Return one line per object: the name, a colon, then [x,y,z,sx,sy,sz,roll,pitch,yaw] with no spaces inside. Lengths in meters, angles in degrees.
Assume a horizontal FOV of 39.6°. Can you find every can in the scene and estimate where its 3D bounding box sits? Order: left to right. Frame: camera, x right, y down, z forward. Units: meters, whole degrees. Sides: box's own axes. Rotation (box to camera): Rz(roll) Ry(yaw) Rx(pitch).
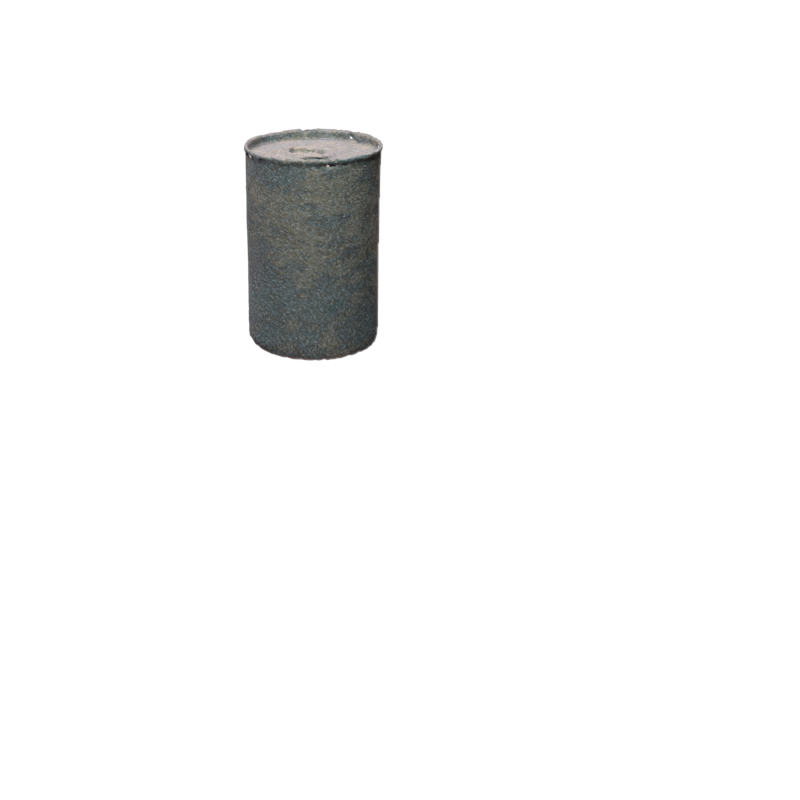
can: [-0.044,-0.080,0.557,0.068,0.098,0.072,0,21,-2]
